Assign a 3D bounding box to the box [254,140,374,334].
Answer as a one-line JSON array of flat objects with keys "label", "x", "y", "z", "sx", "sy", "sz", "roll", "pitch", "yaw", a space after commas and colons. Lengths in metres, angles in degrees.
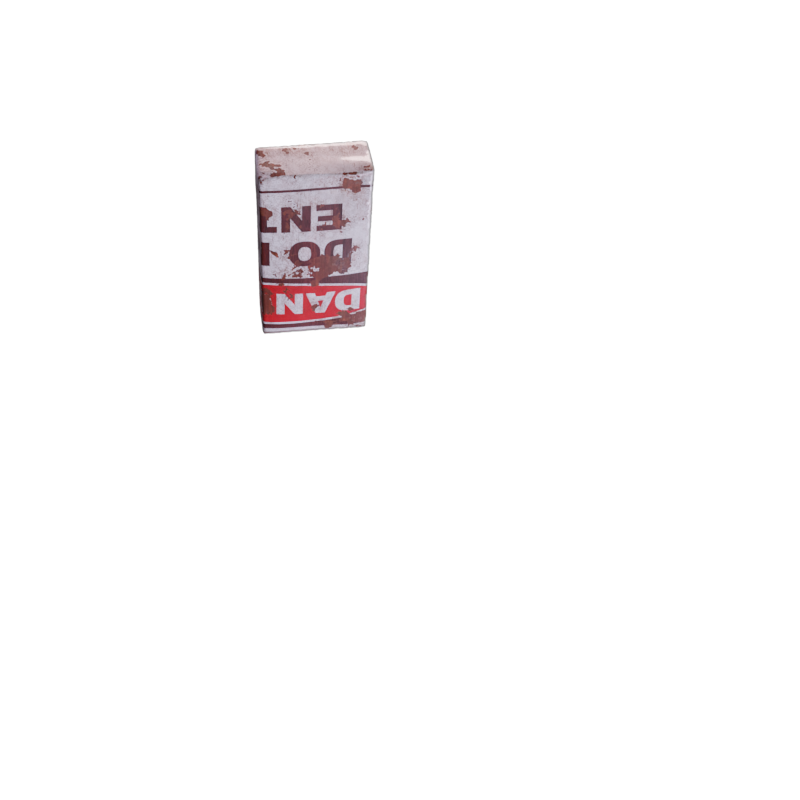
[{"label": "box", "x": -0.072, "y": -0.131, "z": 0.919, "sx": 0.093, "sy": 0.052, "sz": 0.164, "roll": -4, "pitch": -41, "yaw": -7}]
